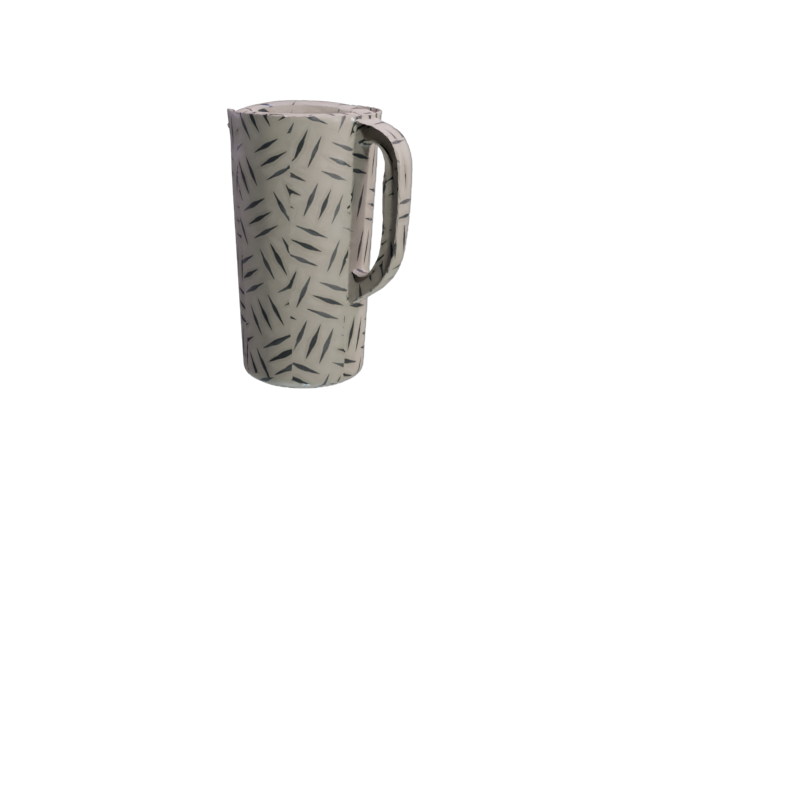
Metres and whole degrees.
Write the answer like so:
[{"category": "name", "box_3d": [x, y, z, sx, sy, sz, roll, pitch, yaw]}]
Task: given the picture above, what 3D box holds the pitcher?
[{"category": "pitcher", "box_3d": [-0.075, -0.137, 0.963, 0.143, 0.236, 0.156, -2, 14, -10]}]
